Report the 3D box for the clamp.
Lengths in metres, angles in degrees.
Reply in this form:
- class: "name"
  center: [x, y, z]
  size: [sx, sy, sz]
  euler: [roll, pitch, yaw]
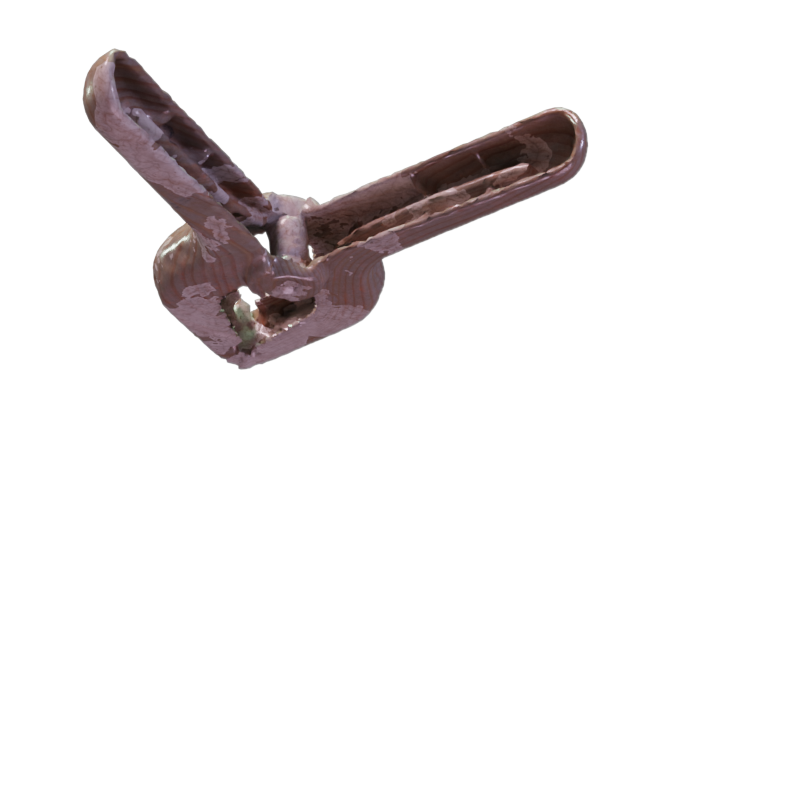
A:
- class: "clamp"
  center: [-0.034, -0.061, 0.428]
  size: [0.163, 0.038, 0.201]
  euler: [3, -21, -9]
